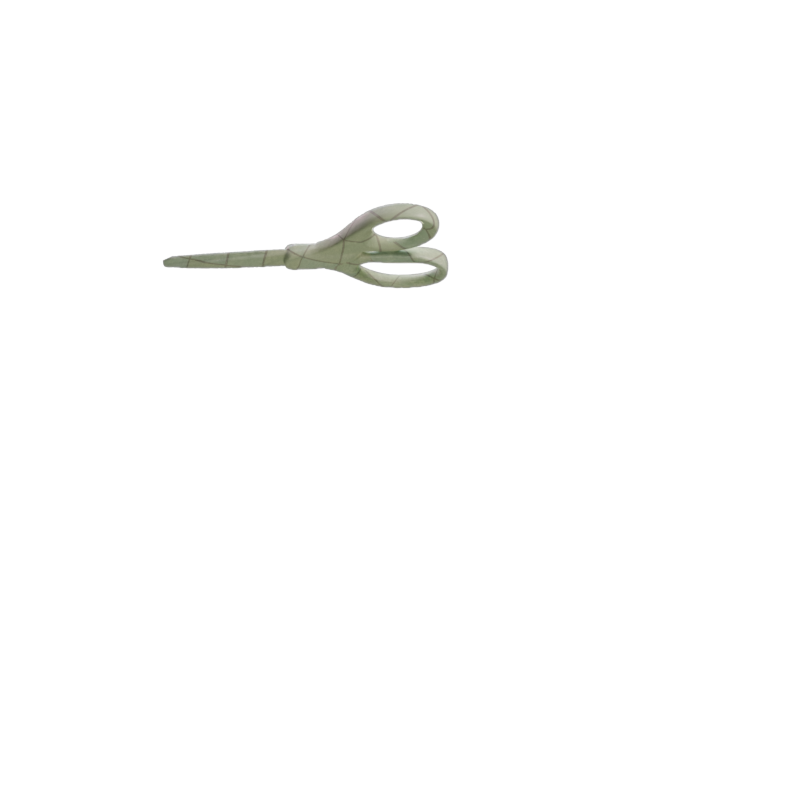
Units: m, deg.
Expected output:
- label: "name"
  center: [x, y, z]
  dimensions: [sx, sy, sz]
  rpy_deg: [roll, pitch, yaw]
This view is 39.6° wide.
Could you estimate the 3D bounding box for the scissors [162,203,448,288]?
- label: "scissors"
  center: [-0.060, -0.110, 0.771]
  dimensions: [0.199, 0.017, 0.091]
  rpy_deg: [6, -32, -9]
